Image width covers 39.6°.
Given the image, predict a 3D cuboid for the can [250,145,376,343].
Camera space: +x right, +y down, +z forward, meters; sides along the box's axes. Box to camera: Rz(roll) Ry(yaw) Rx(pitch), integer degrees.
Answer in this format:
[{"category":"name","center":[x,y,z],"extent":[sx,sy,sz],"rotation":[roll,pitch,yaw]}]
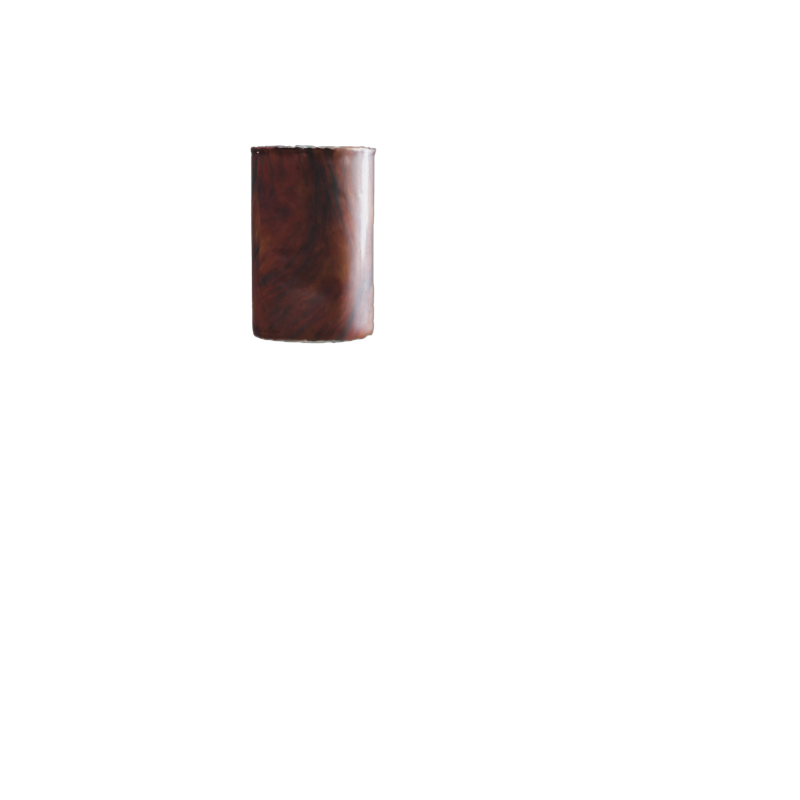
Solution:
[{"category":"can","center":[-0.047,-0.086,0.600],"extent":[0.068,0.101,0.069],"rotation":[0,5,-2]}]
